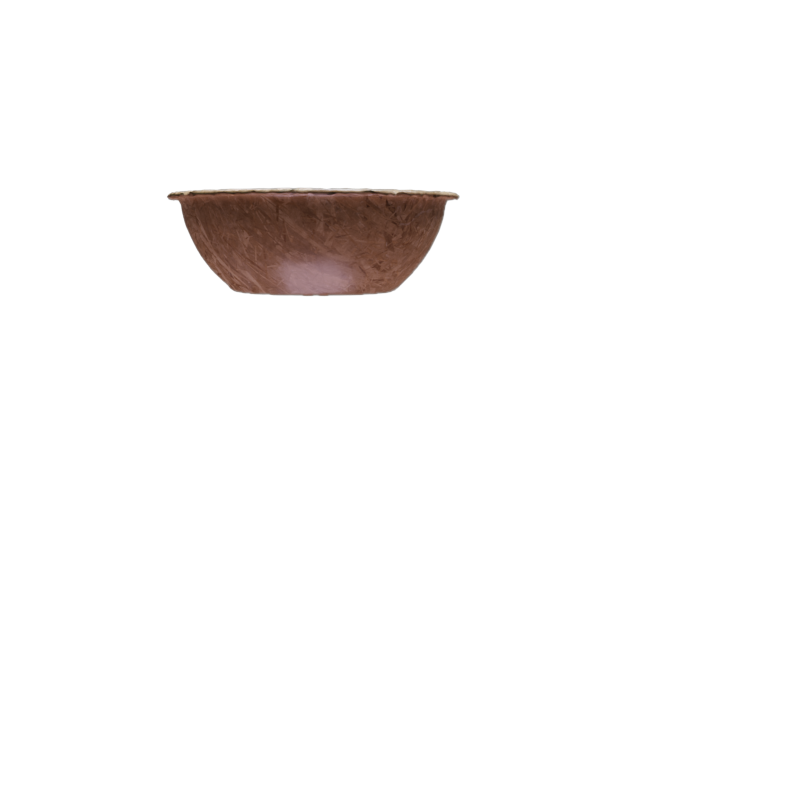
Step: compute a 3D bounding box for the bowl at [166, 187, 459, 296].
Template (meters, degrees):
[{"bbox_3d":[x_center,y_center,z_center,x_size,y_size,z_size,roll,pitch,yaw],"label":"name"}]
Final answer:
[{"bbox_3d":[-0.048,-0.088,0.617,0.162,0.054,0.164,0,8,-2],"label":"bowl"}]
